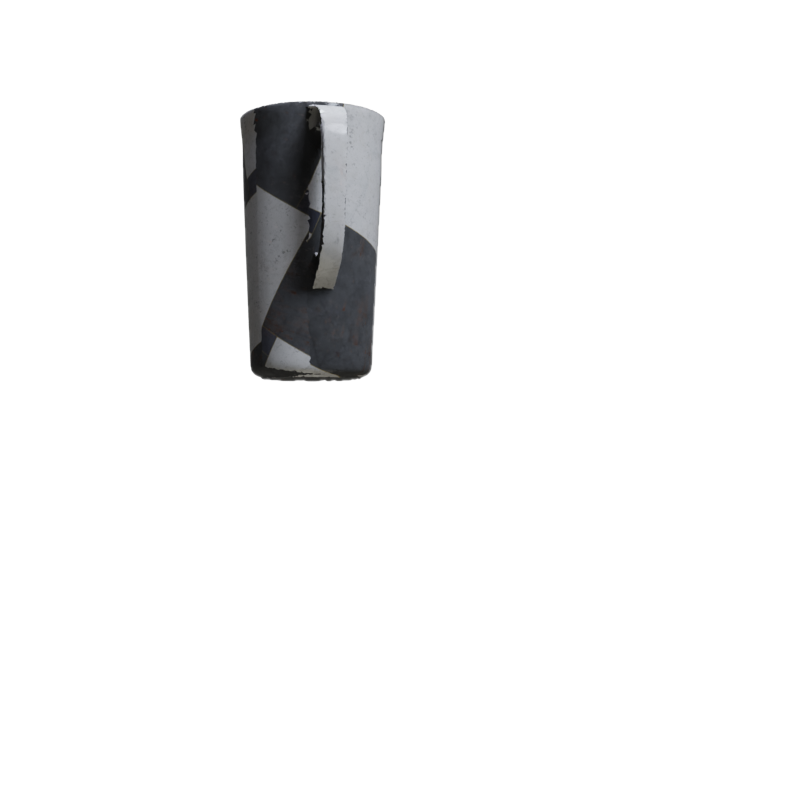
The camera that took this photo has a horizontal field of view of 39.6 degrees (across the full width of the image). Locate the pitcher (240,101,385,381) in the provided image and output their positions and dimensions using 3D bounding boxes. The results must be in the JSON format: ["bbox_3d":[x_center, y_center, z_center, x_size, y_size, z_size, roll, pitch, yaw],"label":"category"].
[{"bbox_3d":[-0.078,-0.141,0.990,0.149,0.248,0.142,-5,-9,30],"label":"pitcher"}]
